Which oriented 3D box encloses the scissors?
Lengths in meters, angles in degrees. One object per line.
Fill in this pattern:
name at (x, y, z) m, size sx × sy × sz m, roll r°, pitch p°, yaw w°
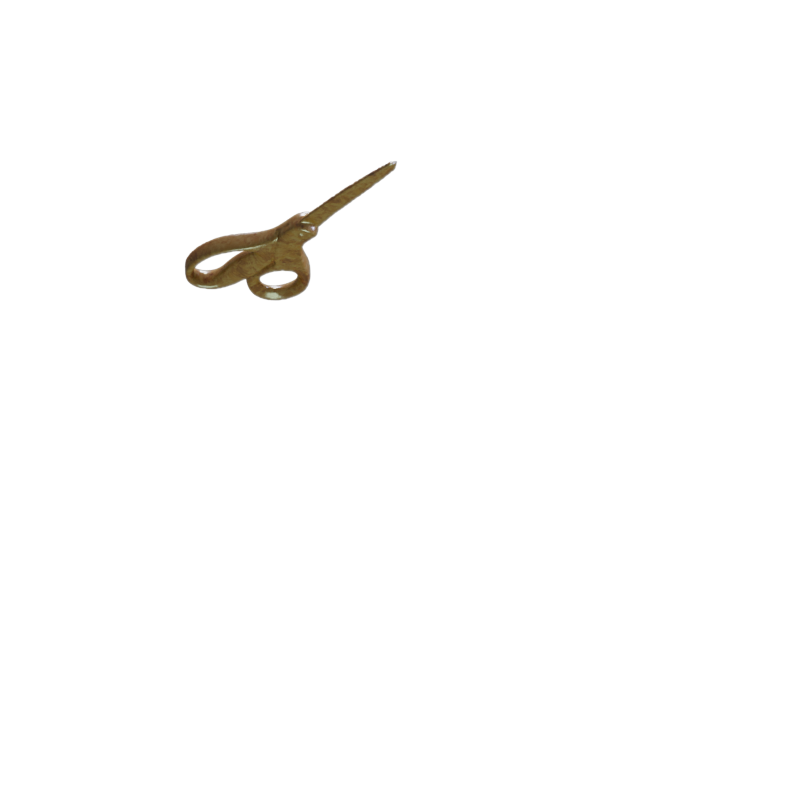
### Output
scissors at (-0.058, -0.106, 0.742) m, size 0.204 × 0.017 × 0.090 m, roll -15°, pitch -26°, yaw 34°
